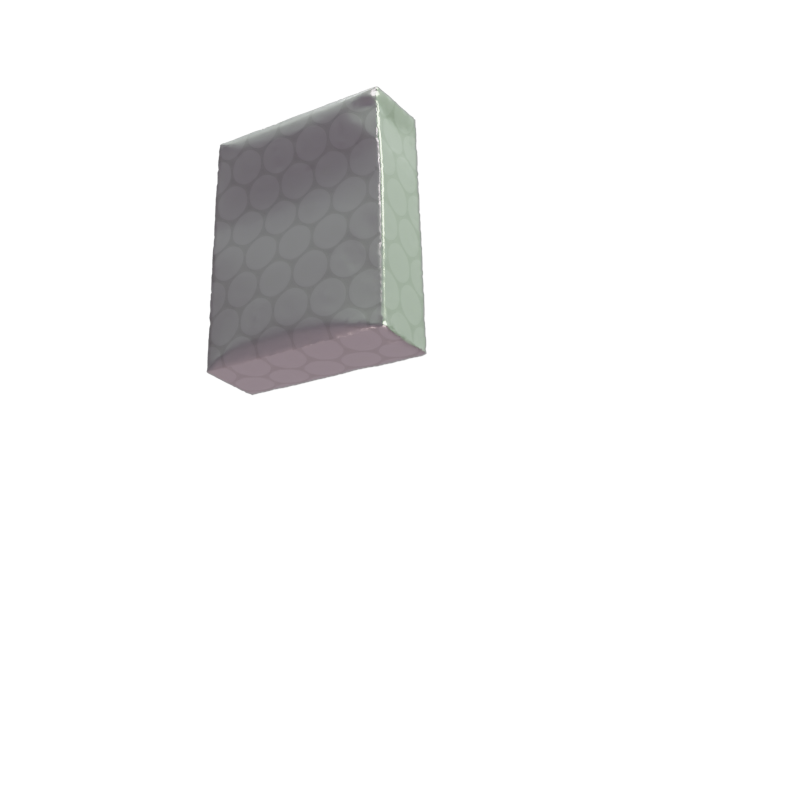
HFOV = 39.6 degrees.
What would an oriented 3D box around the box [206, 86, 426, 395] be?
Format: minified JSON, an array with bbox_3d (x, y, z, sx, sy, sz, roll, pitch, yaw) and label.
[{"bbox_3d":[-0.070,-0.127,0.890,0.167,0.226,0.067,-15,-28,27],"label":"box"}]
